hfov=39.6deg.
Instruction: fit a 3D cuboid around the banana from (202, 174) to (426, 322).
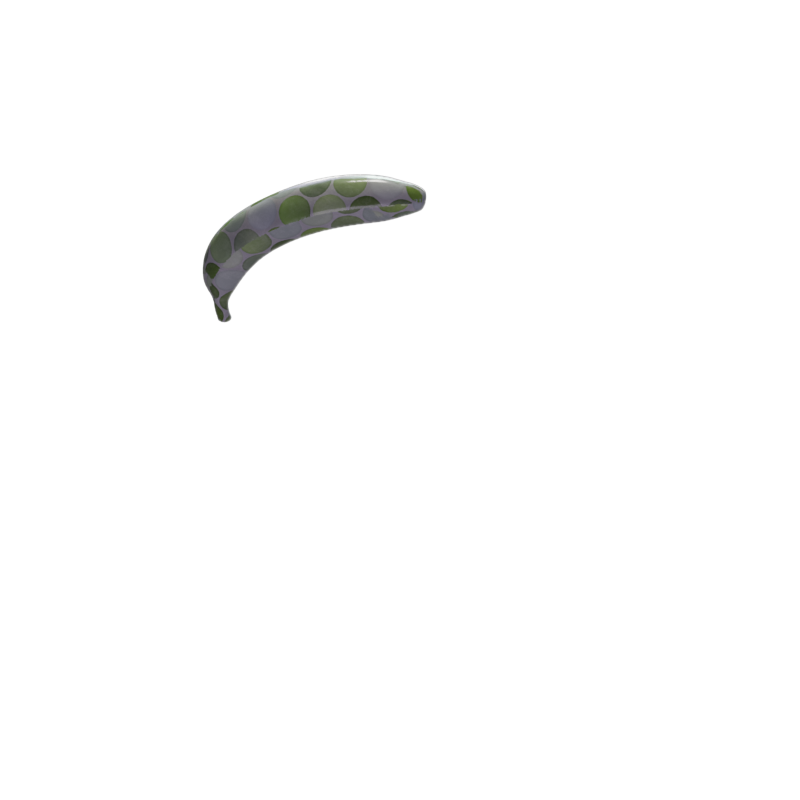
[{"bbox_3d":[-0.078,-0.125,0.814,0.198,0.039,0.065,-25,-46,26],"label":"banana"}]
